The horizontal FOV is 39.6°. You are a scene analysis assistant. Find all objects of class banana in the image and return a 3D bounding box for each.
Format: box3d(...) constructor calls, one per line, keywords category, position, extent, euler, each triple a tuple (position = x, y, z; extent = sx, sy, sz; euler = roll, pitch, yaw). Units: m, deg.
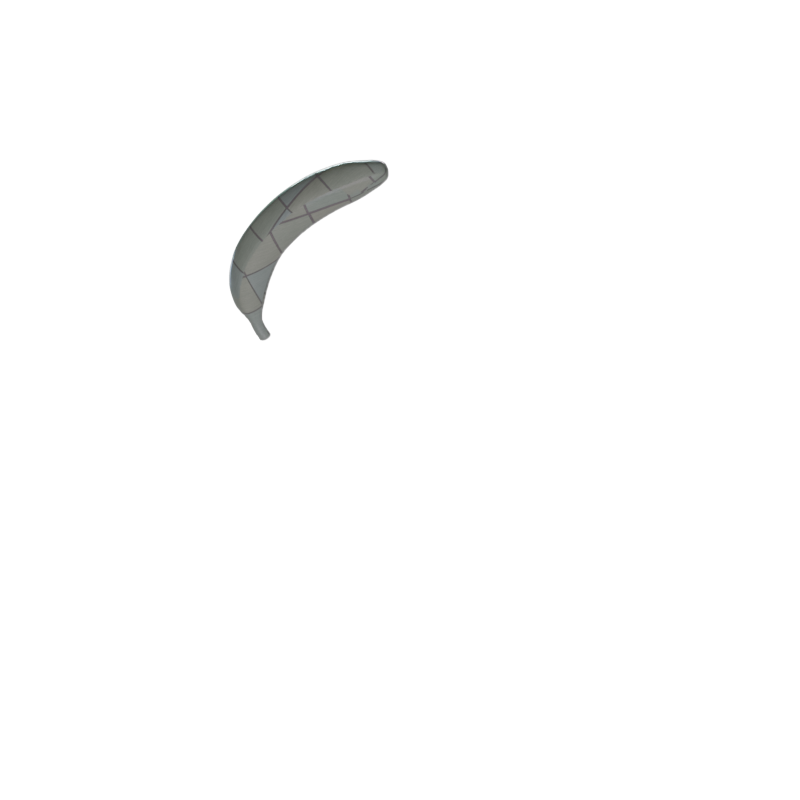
box3d(category="banana", position=(-0.090, -0.138, 0.929), extent=(0.067, 0.193, 0.039), euler=(30, 29, -20))
